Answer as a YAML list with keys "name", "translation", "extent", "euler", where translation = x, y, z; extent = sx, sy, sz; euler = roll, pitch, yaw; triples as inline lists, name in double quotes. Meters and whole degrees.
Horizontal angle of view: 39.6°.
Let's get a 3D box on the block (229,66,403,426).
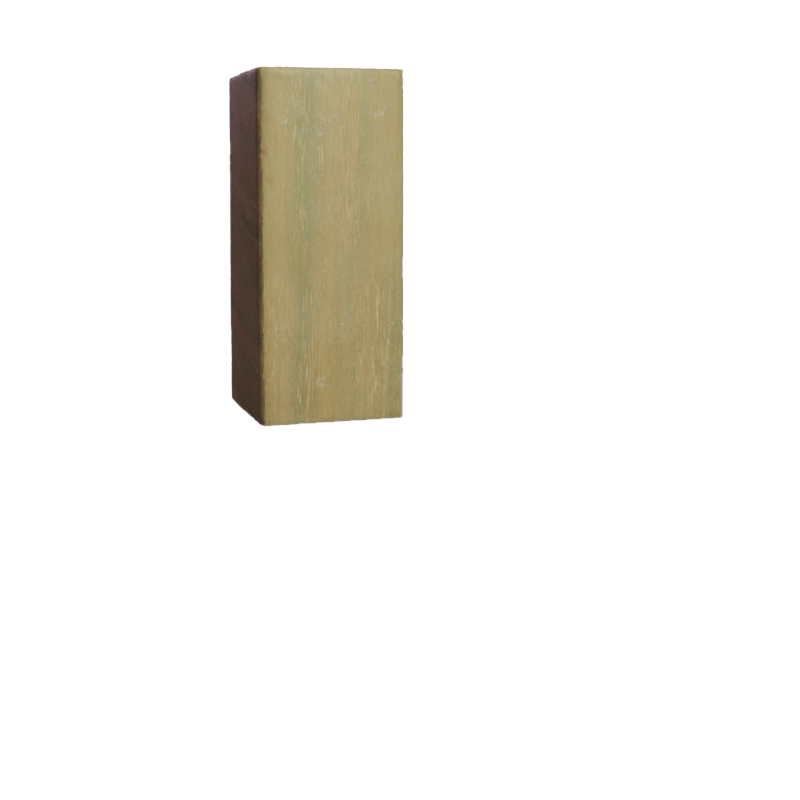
- name: "block"
  translation: [-0.054, -0.097, 0.683]
  extent: [0.089, 0.204, 0.093]
  euler: [-1, 5, -18]
